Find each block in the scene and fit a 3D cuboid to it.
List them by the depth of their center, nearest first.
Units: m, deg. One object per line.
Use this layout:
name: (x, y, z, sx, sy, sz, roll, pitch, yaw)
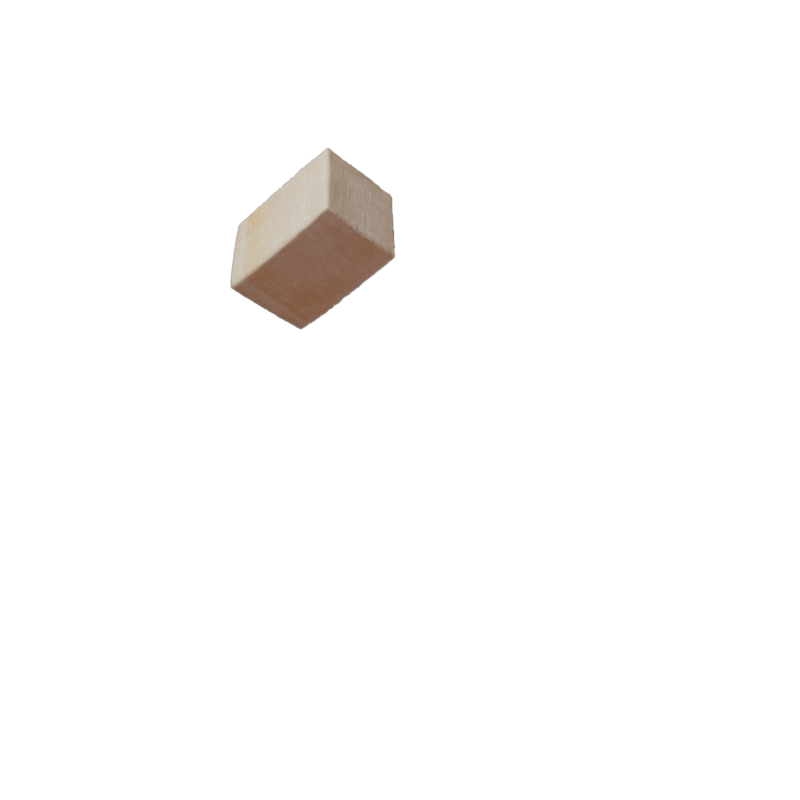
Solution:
block: (-0.047, -0.087, 0.607, 0.077, 0.055, 0.050, -35, -53, 29)
